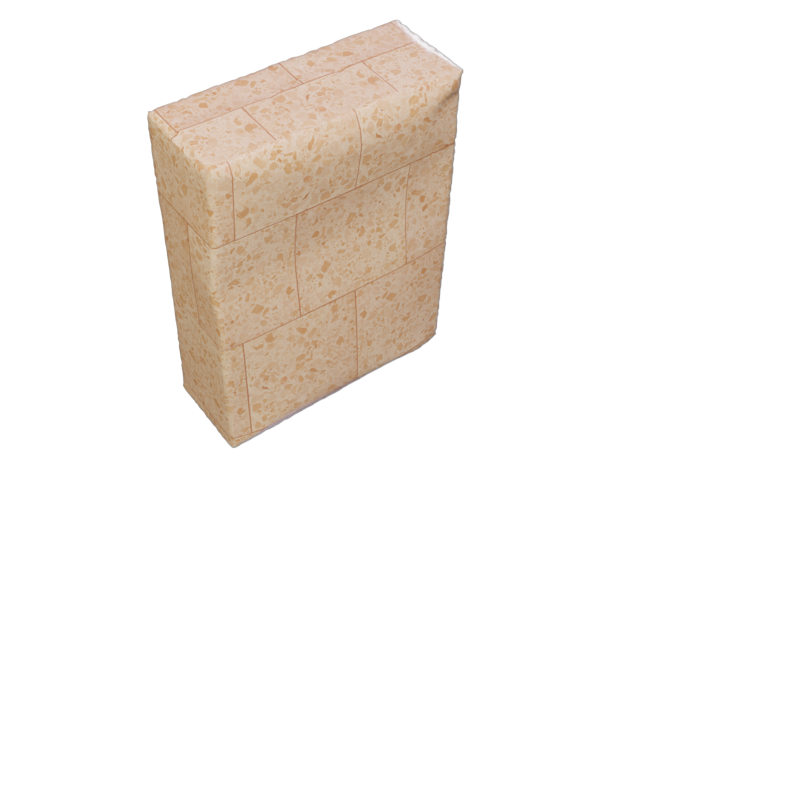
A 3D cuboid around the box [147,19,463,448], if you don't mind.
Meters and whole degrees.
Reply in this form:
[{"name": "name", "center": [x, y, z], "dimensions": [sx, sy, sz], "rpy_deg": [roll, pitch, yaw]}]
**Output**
[{"name": "box", "center": [-0.051, -0.092, 0.647], "dimensions": [0.164, 0.199, 0.077], "rpy_deg": [-28, 54, -26]}]
